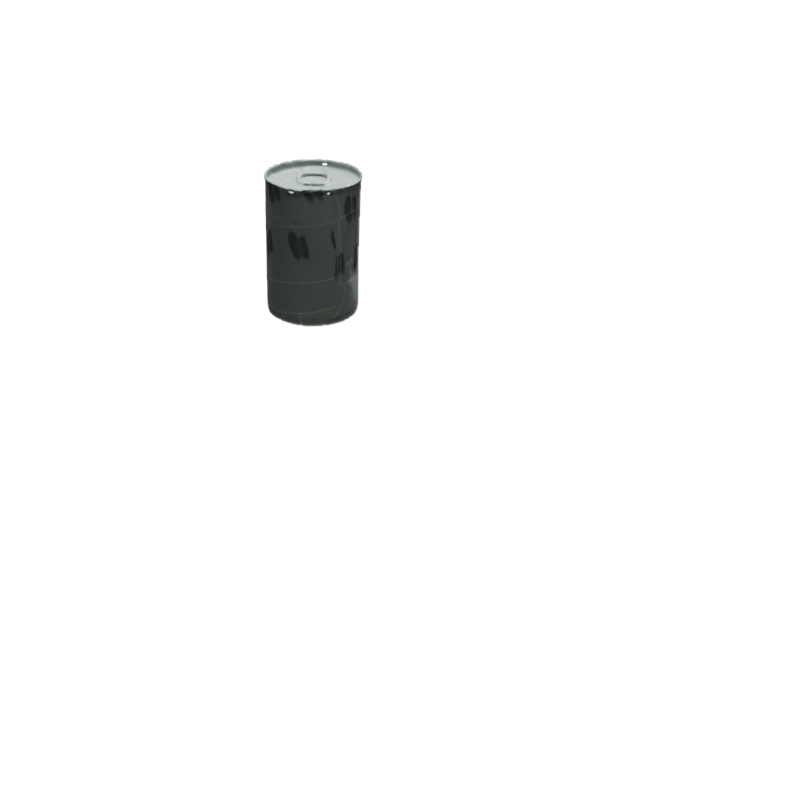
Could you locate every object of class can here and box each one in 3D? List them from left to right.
[{"bbox_3d":[-0.061,-0.112,0.784,0.068,0.097,0.072,0,26,-2],"label":"can"}]
